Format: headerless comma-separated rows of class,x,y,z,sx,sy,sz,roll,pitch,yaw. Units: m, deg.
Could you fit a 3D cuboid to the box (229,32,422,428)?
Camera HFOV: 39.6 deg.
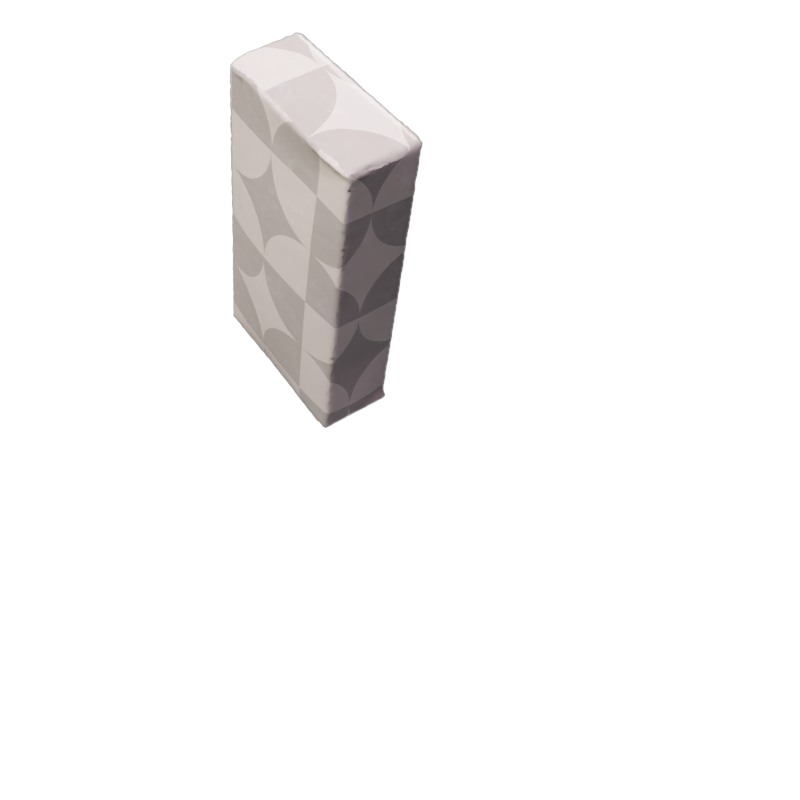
box,-0.042,-0.075,0.528,0.048,0.100,0.164,-28,-32,-23
